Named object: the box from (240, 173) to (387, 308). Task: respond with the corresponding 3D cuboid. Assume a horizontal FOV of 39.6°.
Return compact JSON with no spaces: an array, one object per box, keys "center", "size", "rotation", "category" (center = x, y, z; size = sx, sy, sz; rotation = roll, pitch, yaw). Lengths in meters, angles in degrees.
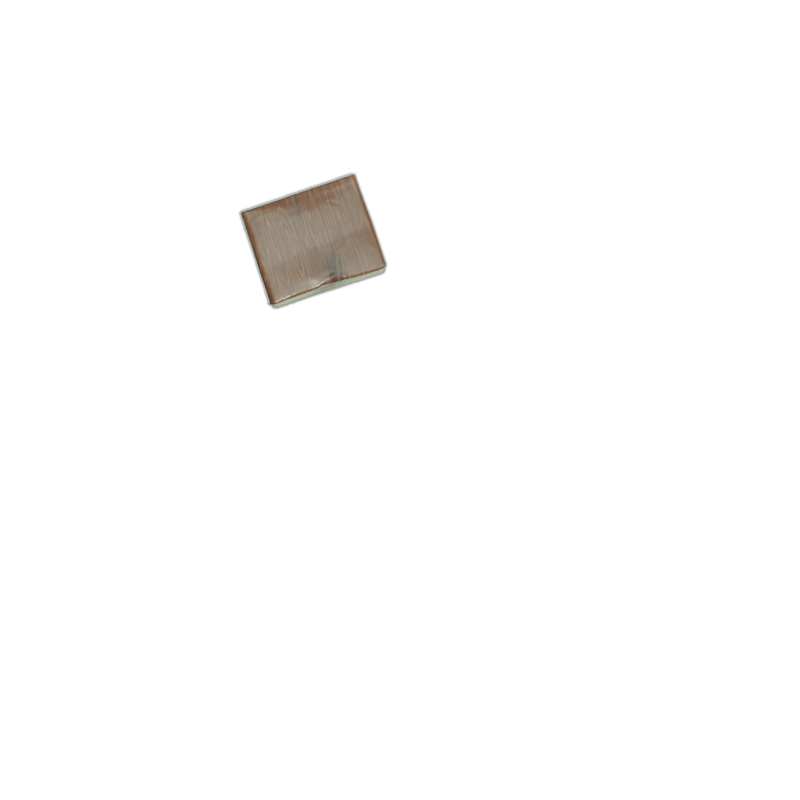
[{"center":[-0.063,-0.115,0.804],"size":[0.089,0.075,0.029],"rotation":[-18,-10,-4],"category":"box"}]
